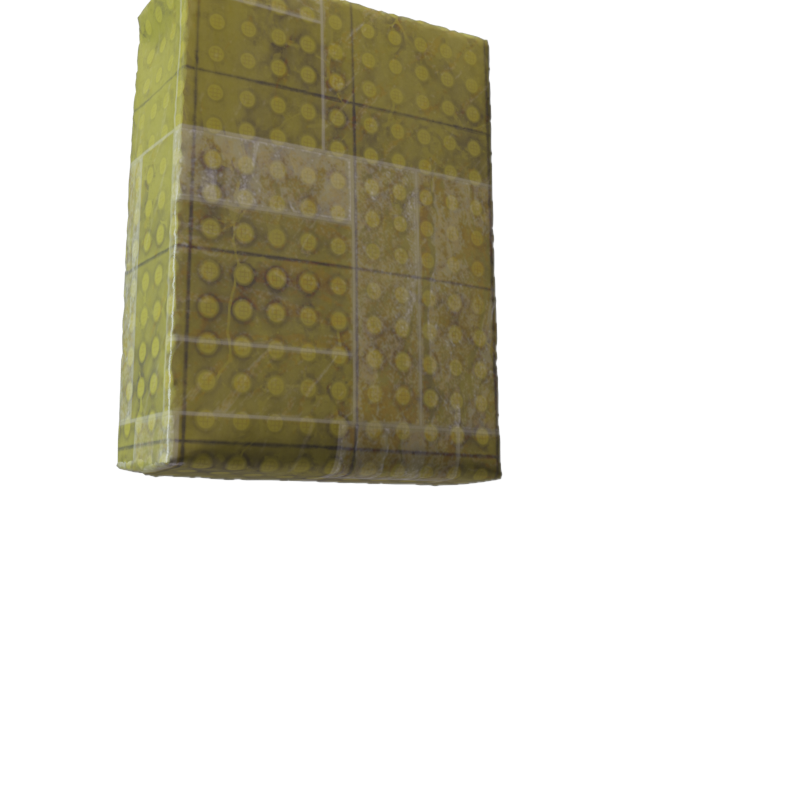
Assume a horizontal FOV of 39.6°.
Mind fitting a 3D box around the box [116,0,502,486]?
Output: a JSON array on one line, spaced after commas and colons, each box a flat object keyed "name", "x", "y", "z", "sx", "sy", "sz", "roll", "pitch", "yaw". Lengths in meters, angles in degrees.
[{"name": "box", "x": -0.040, "y": -0.072, "z": 0.506, "sx": 0.157, "sy": 0.221, "sz": 0.072, "roll": 6, "pitch": -16, "yaw": -30}]
